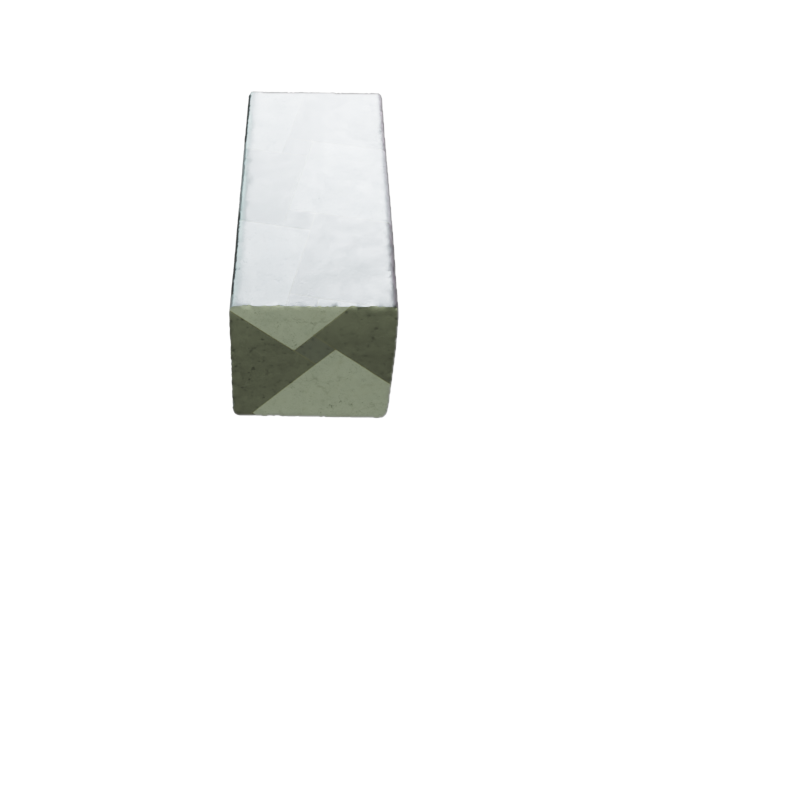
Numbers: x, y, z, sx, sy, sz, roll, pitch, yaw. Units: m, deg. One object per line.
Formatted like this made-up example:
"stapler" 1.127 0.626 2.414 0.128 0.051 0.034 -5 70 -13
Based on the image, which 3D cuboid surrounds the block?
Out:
"block" -0.053 -0.097 0.683 0.090 0.084 0.221 0 45 -4
